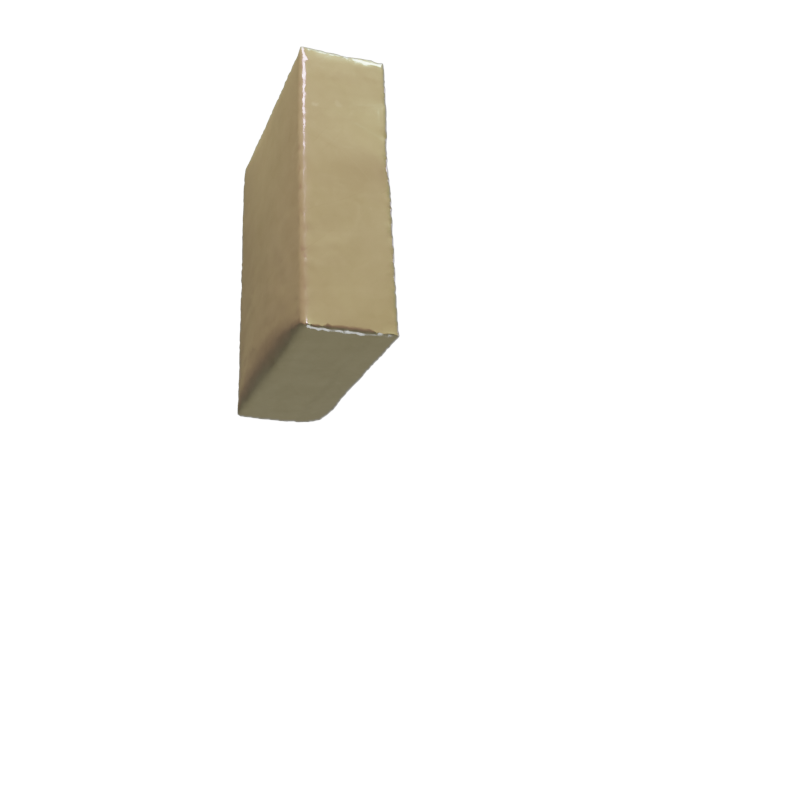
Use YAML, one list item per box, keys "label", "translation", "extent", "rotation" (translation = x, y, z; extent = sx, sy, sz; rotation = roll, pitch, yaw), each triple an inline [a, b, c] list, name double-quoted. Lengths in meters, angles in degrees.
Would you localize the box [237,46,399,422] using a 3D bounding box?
- label: "box"
  translation: [-0.061, -0.112, 0.782]
  extent: [0.070, 0.227, 0.159]
  rotation: [8, -28, -19]
